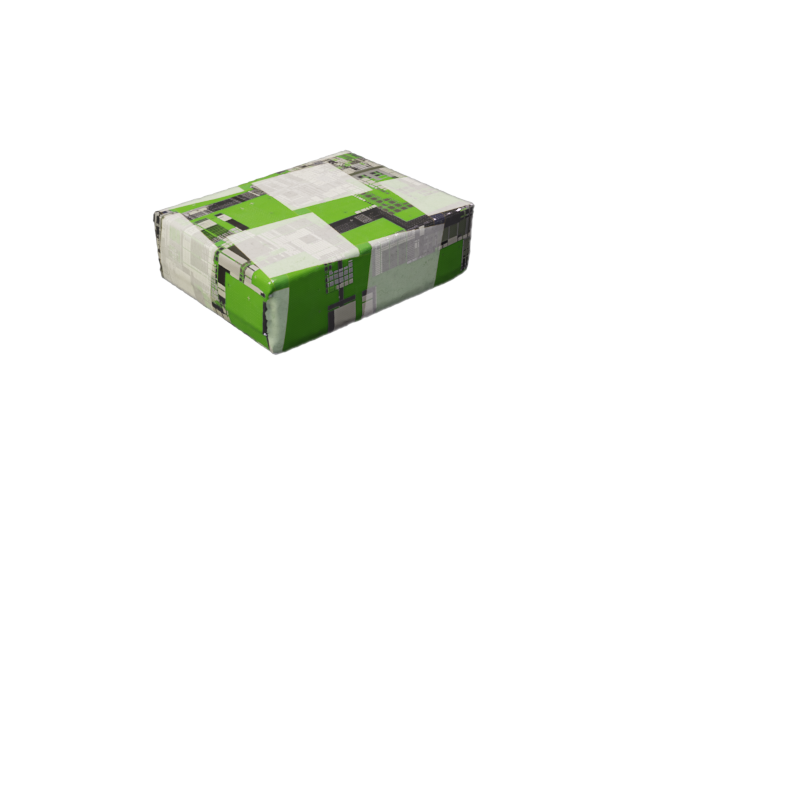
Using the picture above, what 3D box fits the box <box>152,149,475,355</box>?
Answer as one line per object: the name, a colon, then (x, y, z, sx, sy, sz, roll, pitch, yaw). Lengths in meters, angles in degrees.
box: (-0.038, -0.070, 0.489, 0.112, 0.037, 0.096, -23, 39, -33)
